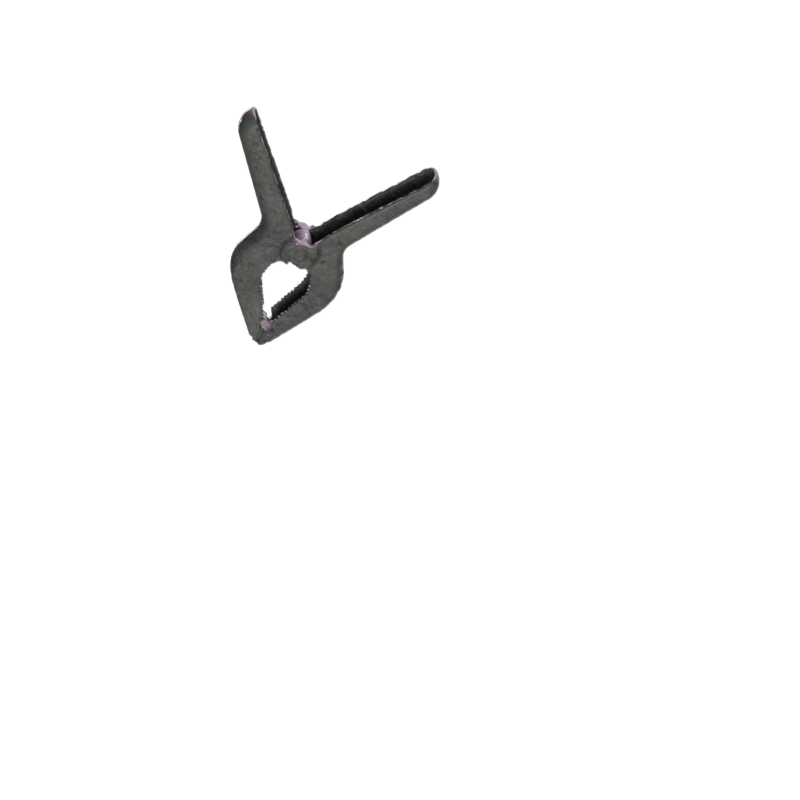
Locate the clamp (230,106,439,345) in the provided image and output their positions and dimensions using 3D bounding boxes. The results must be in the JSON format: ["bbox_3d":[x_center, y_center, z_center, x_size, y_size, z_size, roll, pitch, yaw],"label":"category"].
[{"bbox_3d":[-0.071,-0.129,0.902,0.162,0.200,0.039,13,35,-10],"label":"clamp"}]
